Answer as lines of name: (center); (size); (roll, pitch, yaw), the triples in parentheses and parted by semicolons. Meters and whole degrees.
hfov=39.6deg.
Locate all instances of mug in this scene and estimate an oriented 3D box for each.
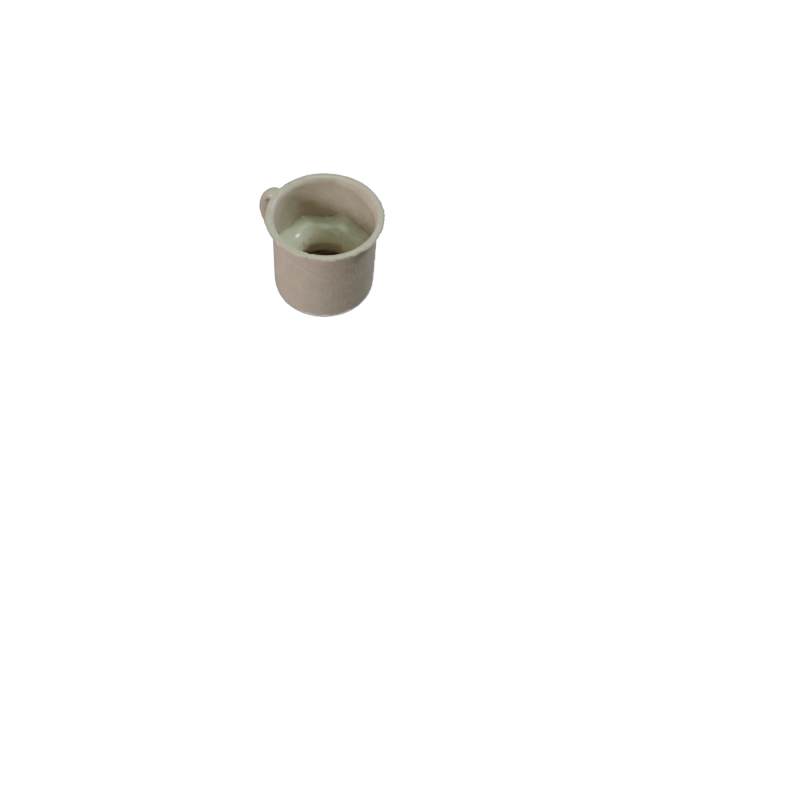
mug: (-0.070, -0.128, 0.893); (0.124, 0.076, 0.094); (35, 59, 23)
